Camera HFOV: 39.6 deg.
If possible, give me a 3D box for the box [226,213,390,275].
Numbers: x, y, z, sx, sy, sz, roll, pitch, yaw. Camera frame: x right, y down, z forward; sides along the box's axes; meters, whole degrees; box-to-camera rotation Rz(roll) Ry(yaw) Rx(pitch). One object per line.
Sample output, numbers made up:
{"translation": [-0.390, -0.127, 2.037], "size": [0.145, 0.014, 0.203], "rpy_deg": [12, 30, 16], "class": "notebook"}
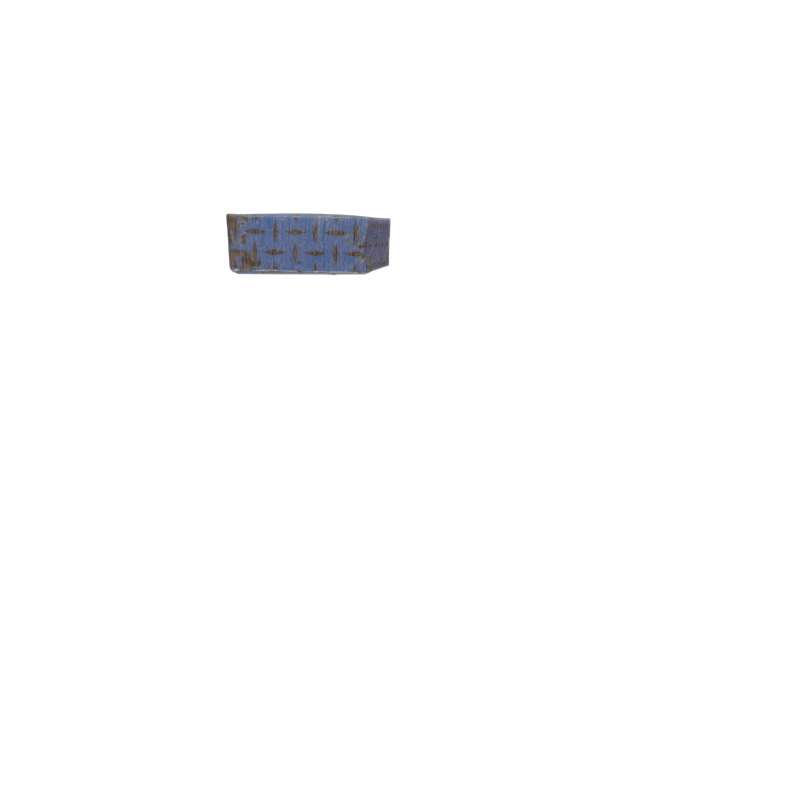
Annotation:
{"translation": [-0.057, -0.103, 0.721], "size": [0.091, 0.038, 0.114], "rpy_deg": [1, 10, 8], "class": "box"}
